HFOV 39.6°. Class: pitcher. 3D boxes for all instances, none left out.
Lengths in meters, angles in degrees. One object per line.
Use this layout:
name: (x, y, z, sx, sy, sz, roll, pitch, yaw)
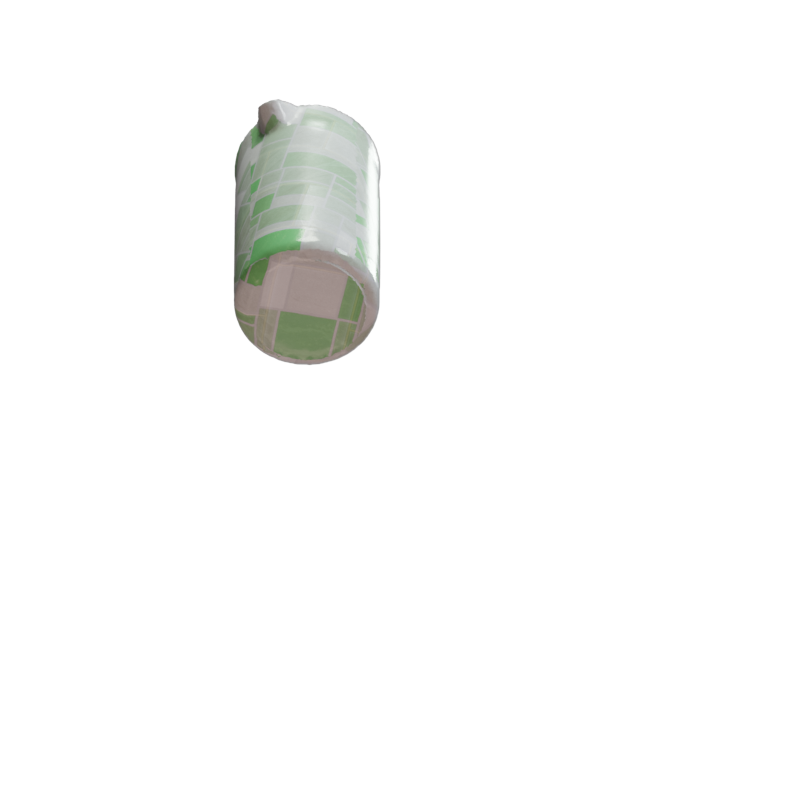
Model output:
pitcher: (-0.072, -0.131, 0.918, 0.145, 0.139, 0.259, 18, 32, -15)
